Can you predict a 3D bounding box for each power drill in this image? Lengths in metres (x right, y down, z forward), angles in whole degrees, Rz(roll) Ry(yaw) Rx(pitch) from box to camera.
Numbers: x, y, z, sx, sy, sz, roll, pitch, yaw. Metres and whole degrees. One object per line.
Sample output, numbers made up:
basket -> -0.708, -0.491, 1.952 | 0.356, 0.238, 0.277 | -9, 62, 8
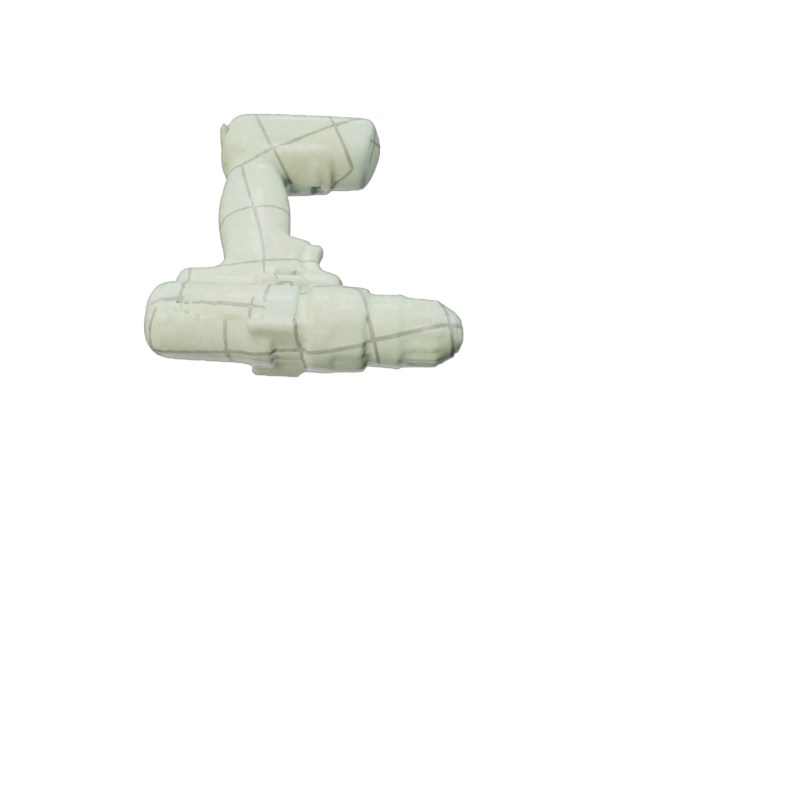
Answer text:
power drill -> -0.054, -0.098, 0.688 | 0.185, 0.201, 0.053 | 3, -41, 2
